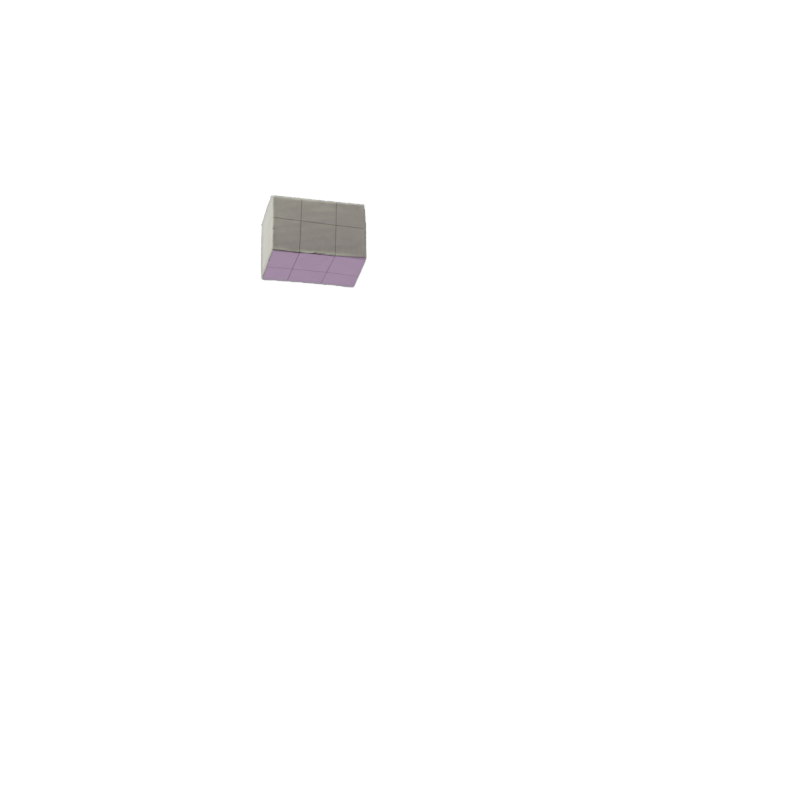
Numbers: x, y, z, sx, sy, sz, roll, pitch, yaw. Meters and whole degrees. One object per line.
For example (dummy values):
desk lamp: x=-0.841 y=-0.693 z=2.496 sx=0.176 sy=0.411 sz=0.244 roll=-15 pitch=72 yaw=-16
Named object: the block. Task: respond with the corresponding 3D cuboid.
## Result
block: x=-0.069 y=-0.126 z=0.886 sx=0.077 sy=0.054 sz=0.051 roll=5 pitch=-26 yaw=-12
